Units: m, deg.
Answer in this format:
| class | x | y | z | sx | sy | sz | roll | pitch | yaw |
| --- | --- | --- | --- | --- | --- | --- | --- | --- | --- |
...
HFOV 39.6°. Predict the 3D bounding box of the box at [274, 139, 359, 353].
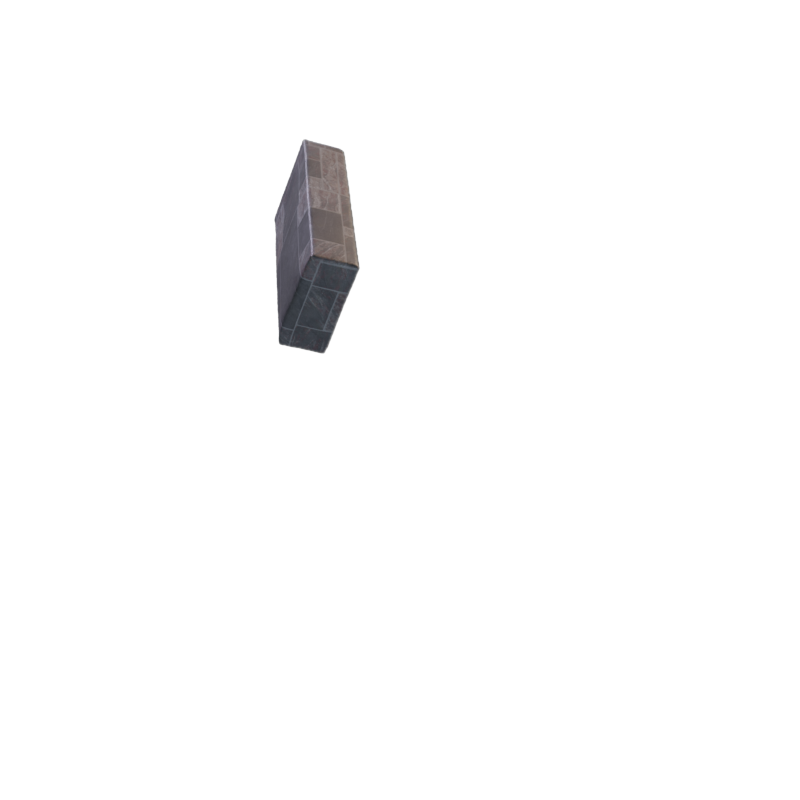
| class | x | y | z | sx | sy | sz | roll | pitch | yaw |
| --- | --- | --- | --- | --- | --- | --- | --- | --- | --- |
| box | -0.072 | -0.132 | 0.922 | 0.047 | 0.089 | 0.189 | 14 | 38 | -15 |
